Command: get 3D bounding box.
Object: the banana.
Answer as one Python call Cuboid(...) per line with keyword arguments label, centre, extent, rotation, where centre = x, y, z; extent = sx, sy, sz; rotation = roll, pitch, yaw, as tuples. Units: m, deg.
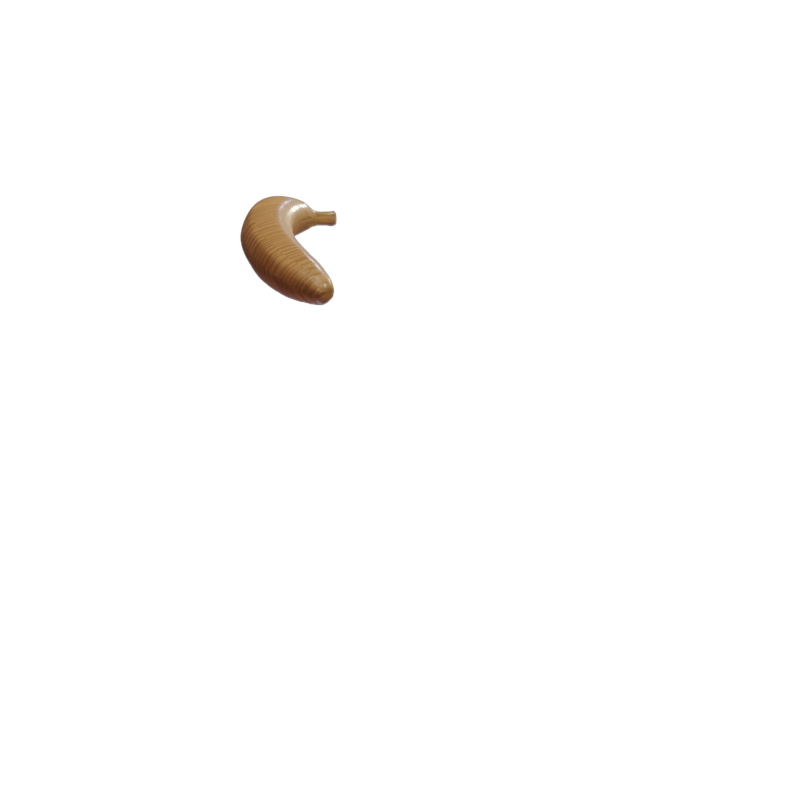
Cuboid(label="banana", centre=(-0.080, -0.114, 0.791), extent=(0.069, 0.035, 0.207), rotation=(0, 25, -2))
